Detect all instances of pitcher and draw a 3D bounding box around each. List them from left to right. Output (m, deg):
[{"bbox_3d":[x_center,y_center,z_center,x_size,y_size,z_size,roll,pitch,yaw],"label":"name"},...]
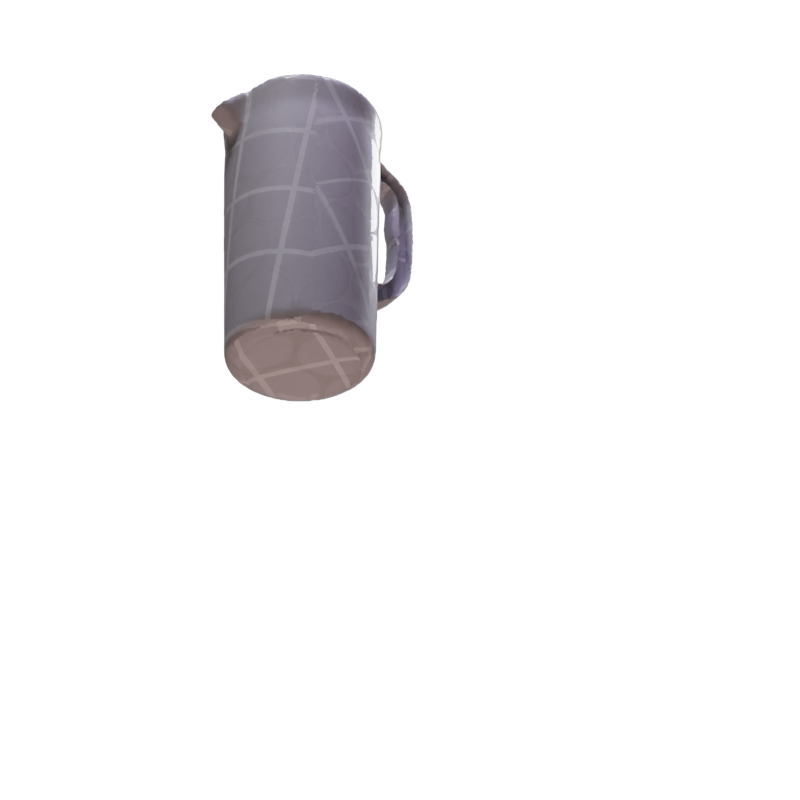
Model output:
[{"bbox_3d":[-0.067,-0.123,0.861,0.150,0.260,0.134,-7,-37,5],"label":"pitcher"}]
